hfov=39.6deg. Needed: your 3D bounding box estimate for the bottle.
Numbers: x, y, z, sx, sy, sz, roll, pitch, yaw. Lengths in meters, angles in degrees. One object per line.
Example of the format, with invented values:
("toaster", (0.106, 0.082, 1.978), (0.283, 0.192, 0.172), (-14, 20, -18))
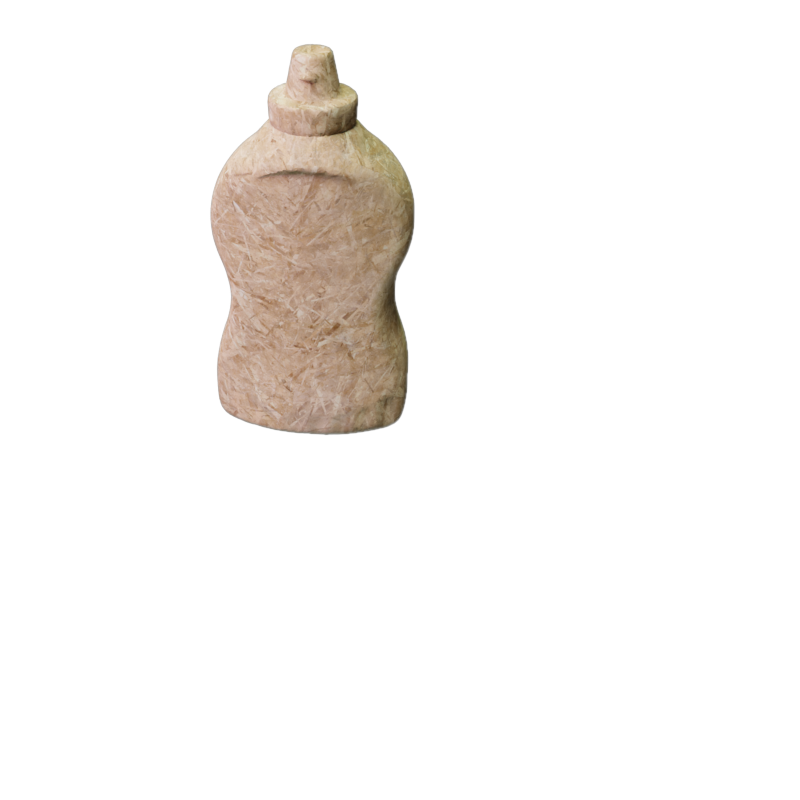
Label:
("bottle", (-0.042, -0.076, 0.532), (0.097, 0.181, 0.061), (5, 29, 6))
